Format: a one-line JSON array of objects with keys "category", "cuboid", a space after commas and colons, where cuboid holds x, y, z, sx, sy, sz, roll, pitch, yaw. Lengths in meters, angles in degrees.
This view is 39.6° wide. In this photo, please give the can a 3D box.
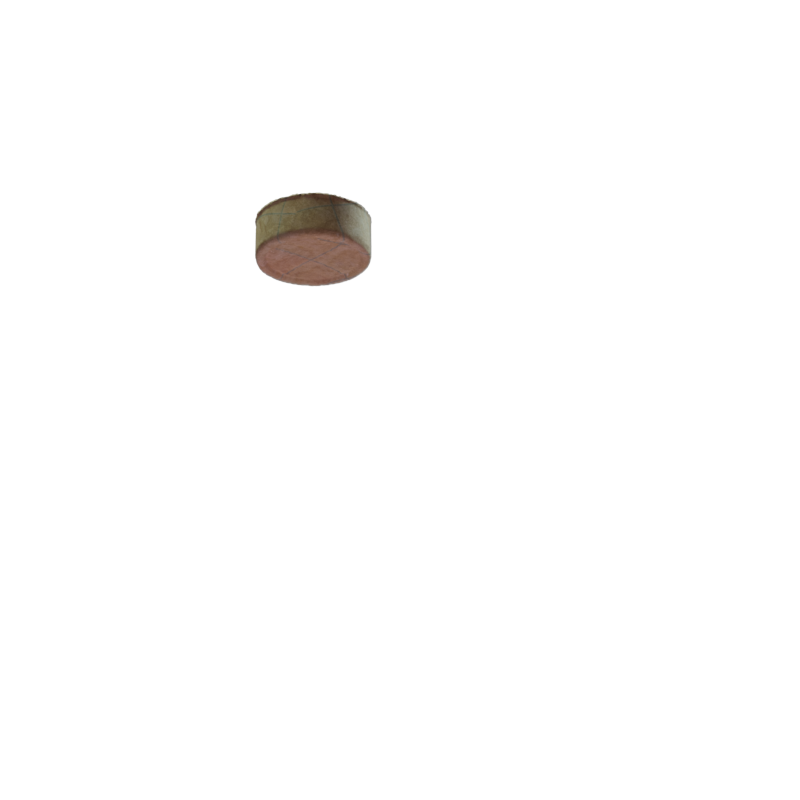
[{"category": "can", "cuboid": [-0.063, -0.115, 0.809, 0.086, 0.035, 0.081, 0, -22, -2]}]
